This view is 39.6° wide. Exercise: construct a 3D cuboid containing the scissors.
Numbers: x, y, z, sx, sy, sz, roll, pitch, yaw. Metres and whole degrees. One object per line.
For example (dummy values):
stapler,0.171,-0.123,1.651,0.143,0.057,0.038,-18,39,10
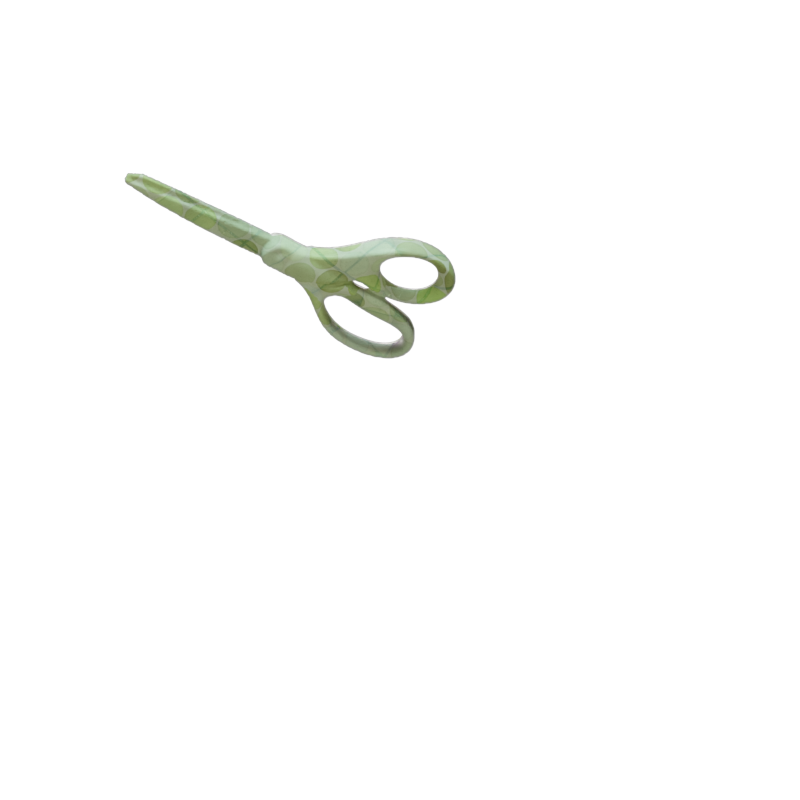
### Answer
scissors,-0.049,-0.089,0.625,0.096,0.017,0.189,-32,-54,27
